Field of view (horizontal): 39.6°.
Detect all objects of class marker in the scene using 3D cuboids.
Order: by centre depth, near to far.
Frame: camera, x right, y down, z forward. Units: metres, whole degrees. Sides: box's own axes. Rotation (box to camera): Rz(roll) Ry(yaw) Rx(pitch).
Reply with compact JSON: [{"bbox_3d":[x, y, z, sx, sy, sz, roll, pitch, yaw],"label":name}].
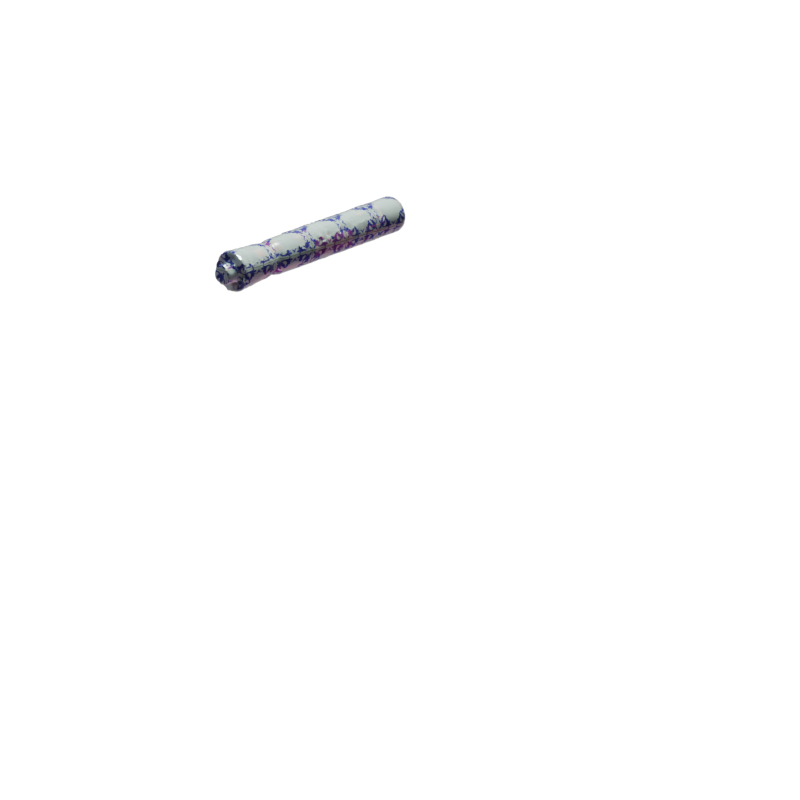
[{"bbox_3d":[-0.041,-0.075,0.525,0.021,0.019,0.120,3,22,40],"label":"marker"}]
